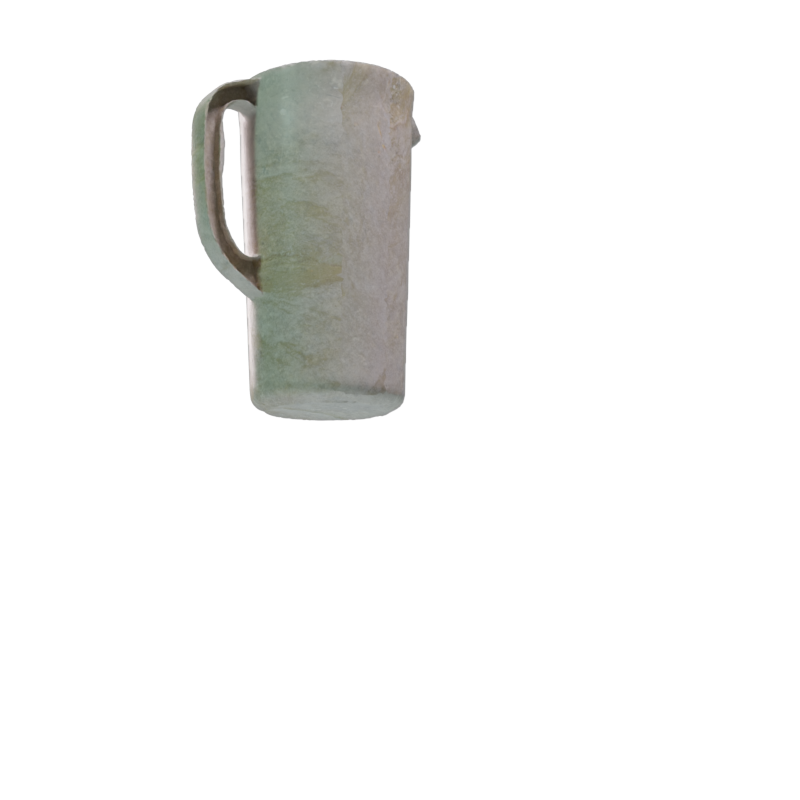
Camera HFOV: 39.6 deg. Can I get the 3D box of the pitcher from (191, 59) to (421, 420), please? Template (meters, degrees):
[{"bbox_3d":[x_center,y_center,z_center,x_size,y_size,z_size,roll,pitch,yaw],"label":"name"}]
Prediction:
[{"bbox_3d":[-0.062,-0.114,0.796,0.151,0.252,0.138,-3,-15,9],"label":"pitcher"}]
